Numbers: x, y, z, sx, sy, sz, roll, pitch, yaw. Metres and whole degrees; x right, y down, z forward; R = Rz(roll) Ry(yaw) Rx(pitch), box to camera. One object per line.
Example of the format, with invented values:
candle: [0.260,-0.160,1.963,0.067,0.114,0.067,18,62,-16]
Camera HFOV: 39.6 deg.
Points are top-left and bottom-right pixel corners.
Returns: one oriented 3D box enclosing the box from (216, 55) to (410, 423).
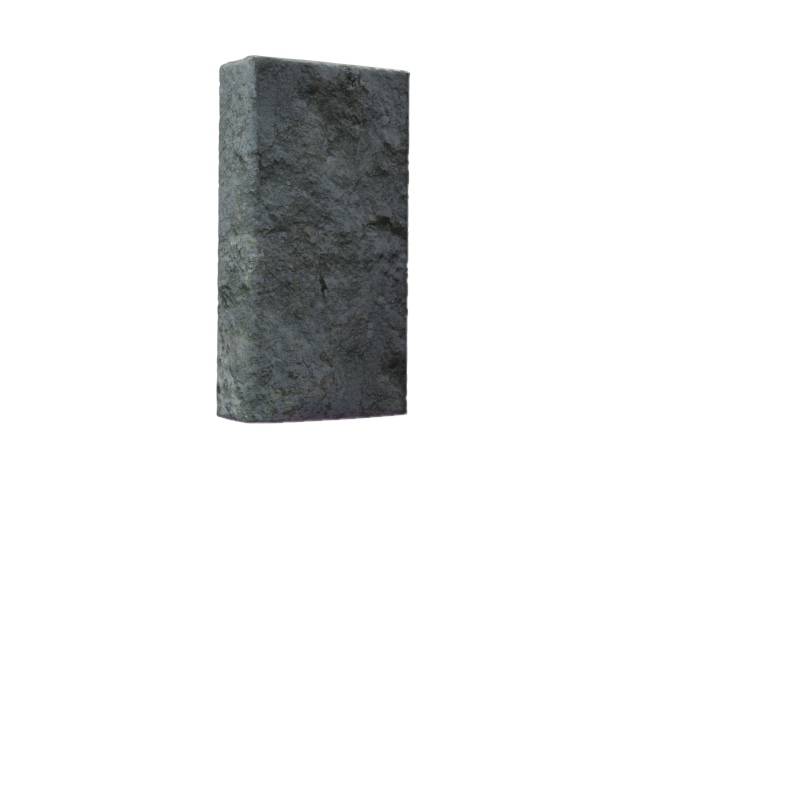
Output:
box: [-0.044,-0.079,0.557,0.090,0.177,0.049,0,-2,-32]
